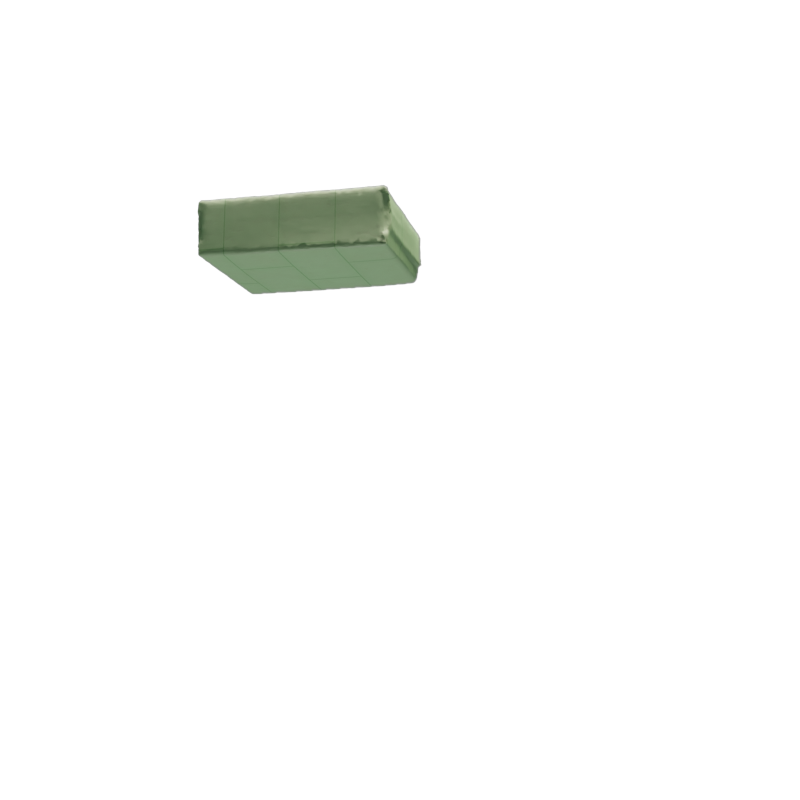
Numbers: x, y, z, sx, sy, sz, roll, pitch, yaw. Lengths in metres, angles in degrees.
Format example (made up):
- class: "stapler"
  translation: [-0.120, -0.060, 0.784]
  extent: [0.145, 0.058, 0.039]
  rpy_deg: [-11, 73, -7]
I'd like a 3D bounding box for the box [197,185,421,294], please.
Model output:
- class: "box"
  translation: [-0.040, -0.074, 0.519]
  extent: [0.091, 0.031, 0.070]
  rpy_deg: [-3, -10, 14]
